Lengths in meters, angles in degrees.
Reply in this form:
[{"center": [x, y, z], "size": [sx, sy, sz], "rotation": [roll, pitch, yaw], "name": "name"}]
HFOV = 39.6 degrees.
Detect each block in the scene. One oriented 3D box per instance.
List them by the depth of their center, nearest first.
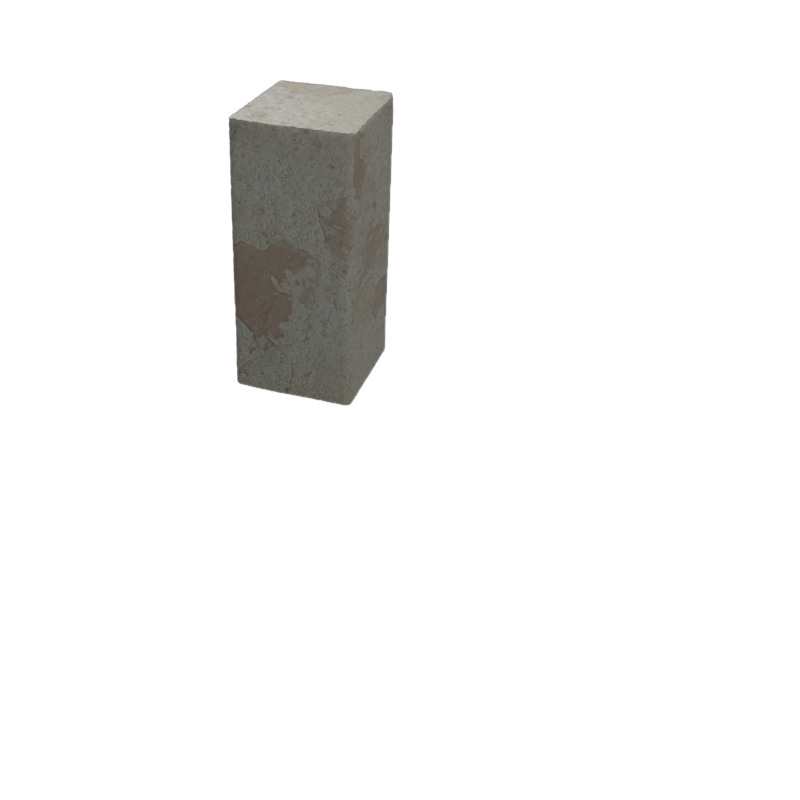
[{"center": [-0.061, -0.113, 0.791], "size": [0.093, 0.195, 0.093], "rotation": [10, 29, 16], "name": "block"}]
